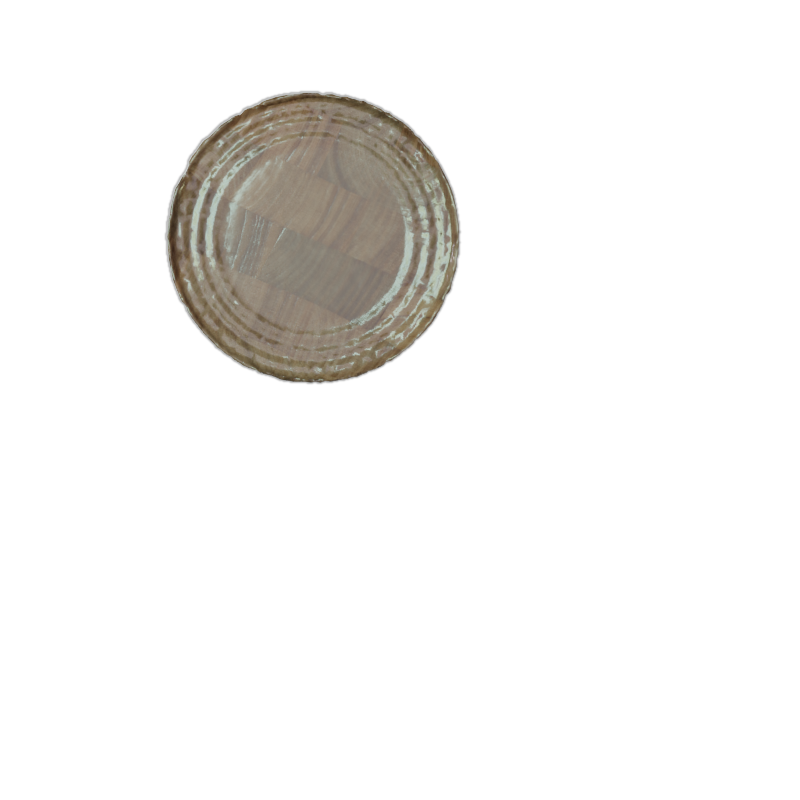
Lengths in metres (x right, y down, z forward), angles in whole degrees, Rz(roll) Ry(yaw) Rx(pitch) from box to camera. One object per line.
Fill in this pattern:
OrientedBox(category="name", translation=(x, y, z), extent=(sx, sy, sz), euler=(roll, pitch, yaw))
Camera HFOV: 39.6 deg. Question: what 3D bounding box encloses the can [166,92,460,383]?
OrientedBox(category="can", translation=(-0.027, -0.048, 0.339), extent=(0.086, 0.087, 0.033), euler=(0, -6, -1))
